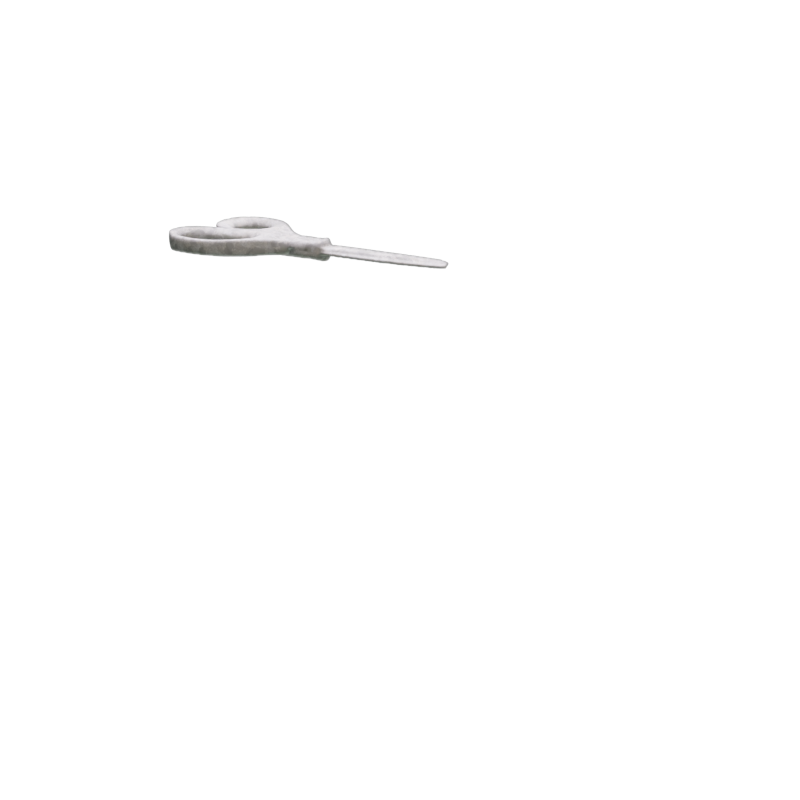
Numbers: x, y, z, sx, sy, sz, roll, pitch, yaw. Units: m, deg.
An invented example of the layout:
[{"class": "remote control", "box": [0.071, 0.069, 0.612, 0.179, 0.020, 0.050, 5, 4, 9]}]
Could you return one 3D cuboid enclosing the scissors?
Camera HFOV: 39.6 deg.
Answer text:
[{"class": "scissors", "box": [-0.061, -0.110, 0.773, 0.206, 0.015, 0.098, 5, 21, 14]}]
